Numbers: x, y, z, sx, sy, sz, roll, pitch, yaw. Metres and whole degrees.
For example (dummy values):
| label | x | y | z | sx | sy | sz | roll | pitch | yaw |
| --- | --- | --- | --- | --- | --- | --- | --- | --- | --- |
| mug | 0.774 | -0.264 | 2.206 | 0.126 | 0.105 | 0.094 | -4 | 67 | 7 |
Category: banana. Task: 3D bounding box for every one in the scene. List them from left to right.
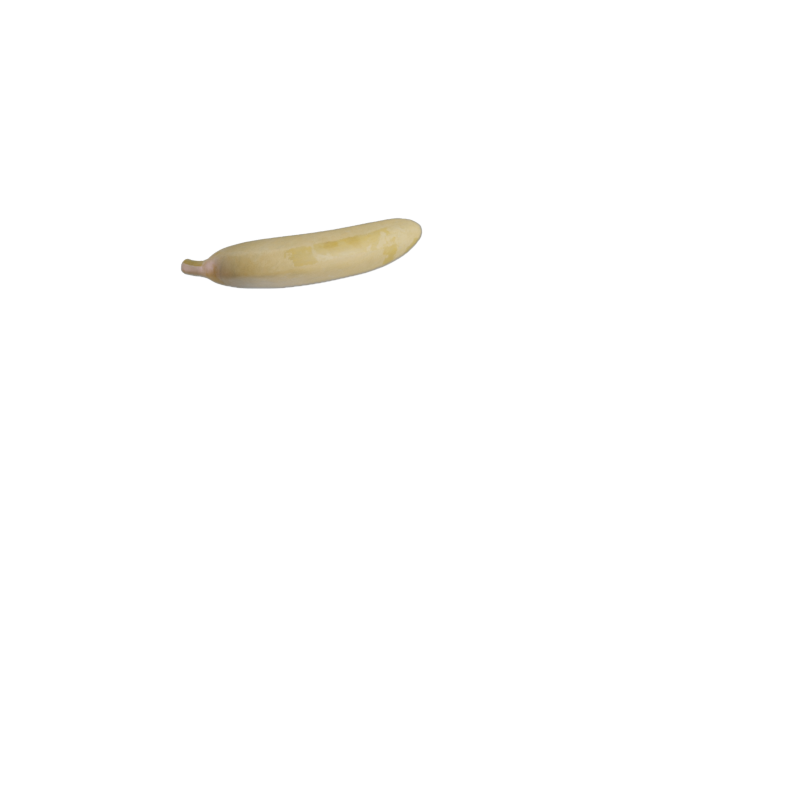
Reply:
| label | x | y | z | sx | sy | sz | roll | pitch | yaw |
| --- | --- | --- | --- | --- | --- | --- | --- | --- | --- |
| banana | -0.063 | -0.114 | 0.841 | 0.194 | 0.035 | 0.074 | -10 | 28 | -19 |
